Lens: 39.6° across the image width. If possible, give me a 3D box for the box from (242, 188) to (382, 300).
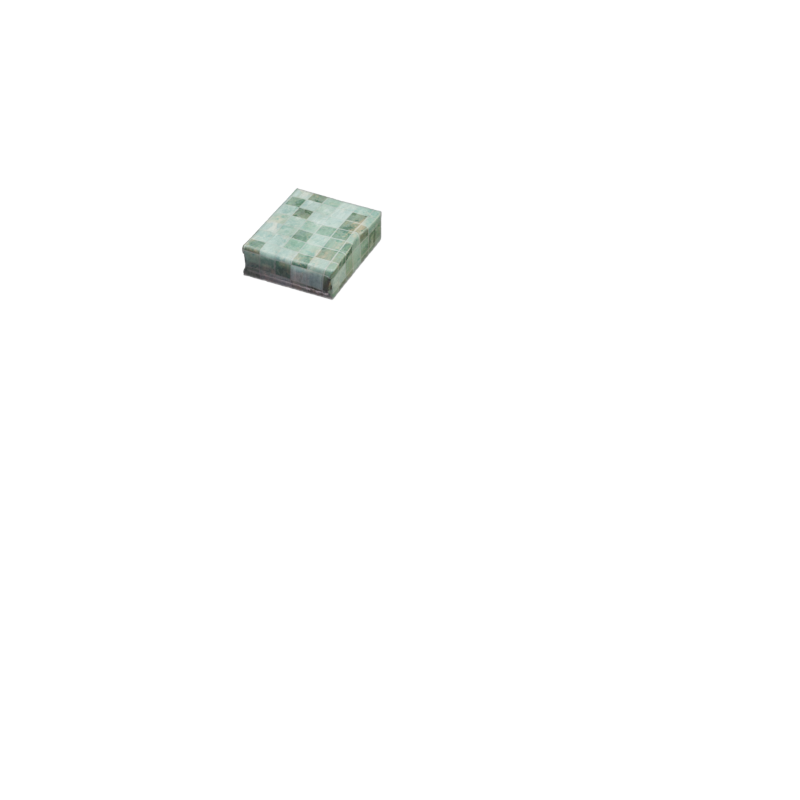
[{"bbox_3d":[-0.064,-0.116,0.816,0.076,0.028,0.092,17,42,19],"label":"box"}]
